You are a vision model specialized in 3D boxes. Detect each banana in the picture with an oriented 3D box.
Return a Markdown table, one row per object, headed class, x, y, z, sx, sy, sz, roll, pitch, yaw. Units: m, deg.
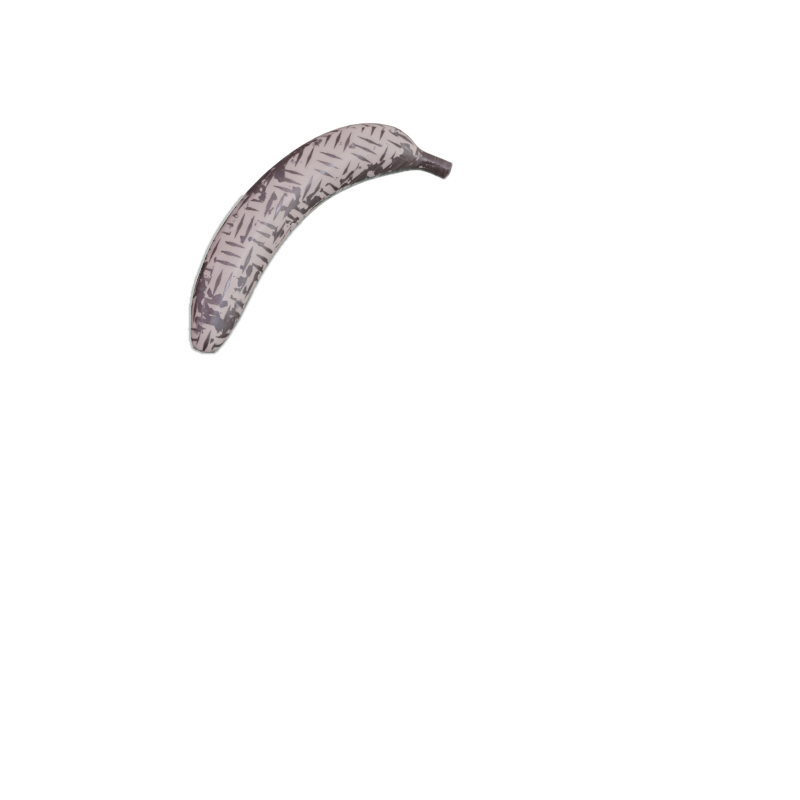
| class | x | y | z | sx | sy | sz | roll | pitch | yaw |
| --- | --- | --- | --- | --- | --- | --- | --- | --- | --- |
| banana | -0.061 | -0.112 | 0.670 | 0.199 | 0.072 | 0.035 | -39 | -13 | -12 |
